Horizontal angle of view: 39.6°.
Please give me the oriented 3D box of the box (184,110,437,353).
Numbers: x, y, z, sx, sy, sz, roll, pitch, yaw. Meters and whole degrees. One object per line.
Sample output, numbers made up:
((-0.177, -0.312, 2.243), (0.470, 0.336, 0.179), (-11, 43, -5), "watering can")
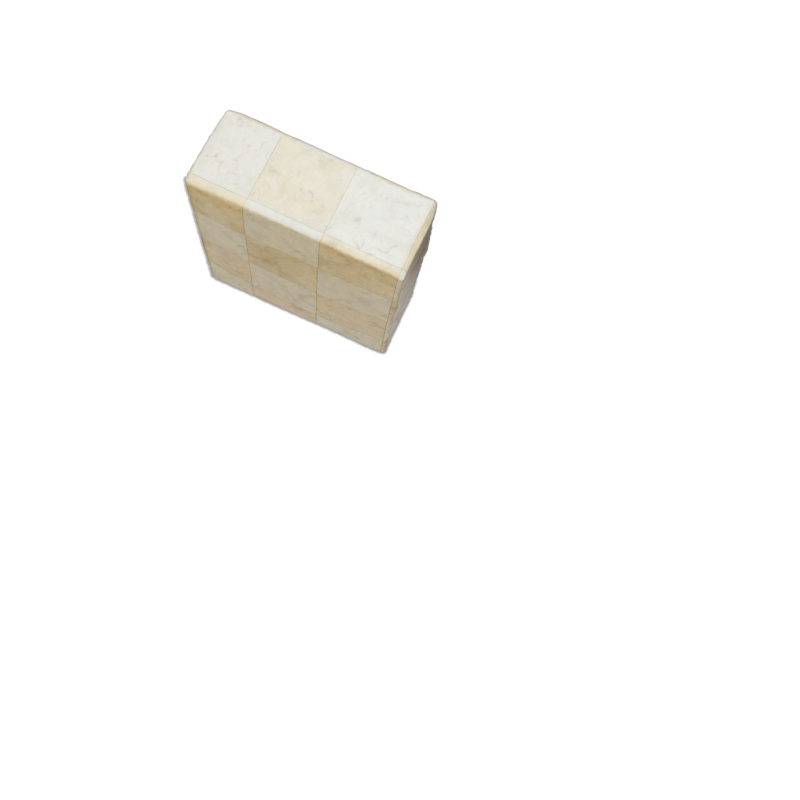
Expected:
((-0.066, -0.120, 0.841), (0.167, 0.074, 0.206), (25, -13, 4), "box")
